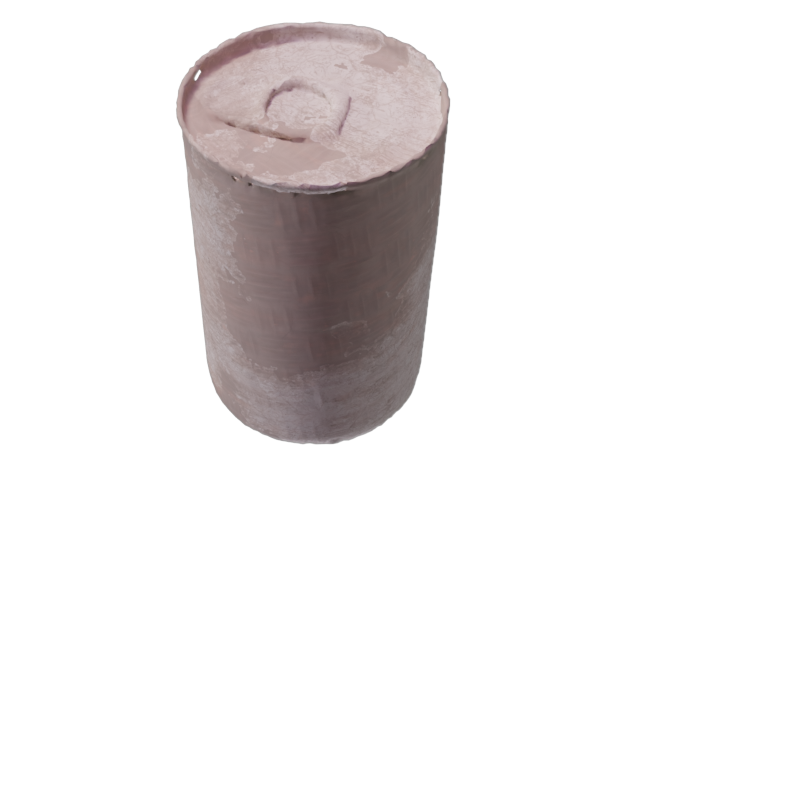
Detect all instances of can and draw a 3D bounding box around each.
[{"bbox_3d":[-0.024,-0.044,0.309,0.068,0.074,0.095,0,-42,-3],"label":"can"}]
